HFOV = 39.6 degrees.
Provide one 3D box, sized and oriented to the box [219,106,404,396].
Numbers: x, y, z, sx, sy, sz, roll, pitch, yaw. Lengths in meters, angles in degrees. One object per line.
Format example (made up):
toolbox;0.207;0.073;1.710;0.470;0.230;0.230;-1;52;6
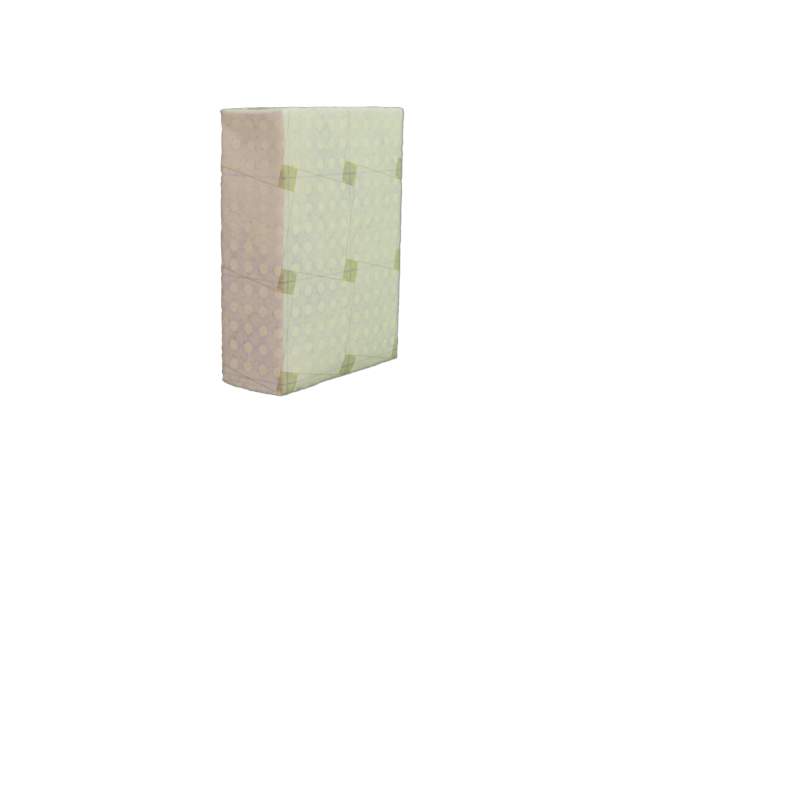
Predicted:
box;-0.069;-0.126;0.883;0.075;0.210;0.161;6;11;33
